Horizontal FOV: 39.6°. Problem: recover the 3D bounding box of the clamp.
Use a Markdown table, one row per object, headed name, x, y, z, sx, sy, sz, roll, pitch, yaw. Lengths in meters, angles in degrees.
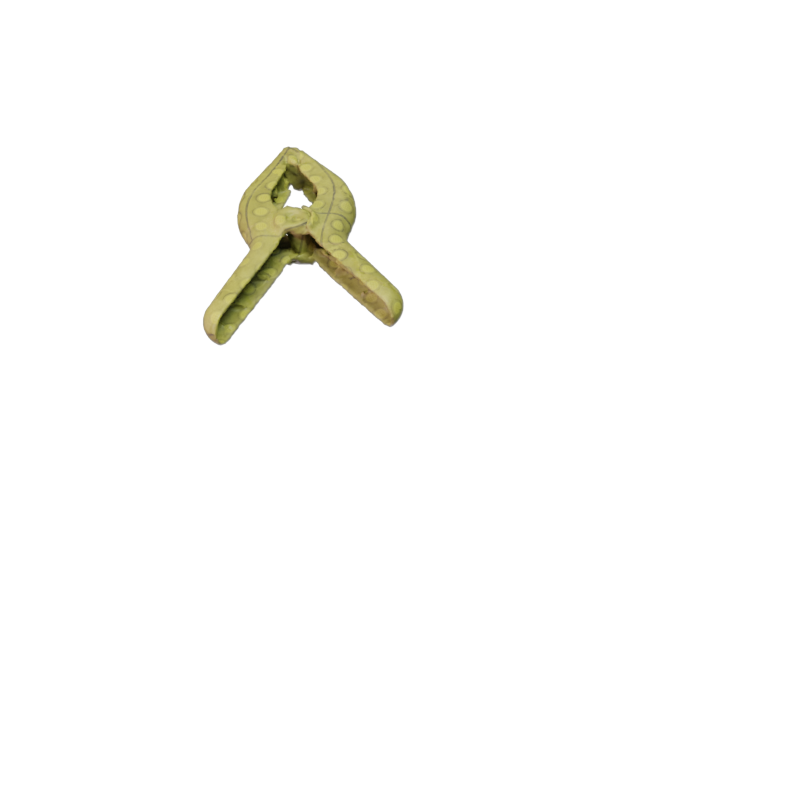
| name | x | y | z | sx | sy | sz | roll | pitch | yaw |
| --- | --- | --- | --- | --- | --- | --- | --- | --- | --- |
| clamp | -0.056 | -0.102 | 0.717 | 0.121 | 0.183 | 0.036 | 3 | -41 | 2 |
